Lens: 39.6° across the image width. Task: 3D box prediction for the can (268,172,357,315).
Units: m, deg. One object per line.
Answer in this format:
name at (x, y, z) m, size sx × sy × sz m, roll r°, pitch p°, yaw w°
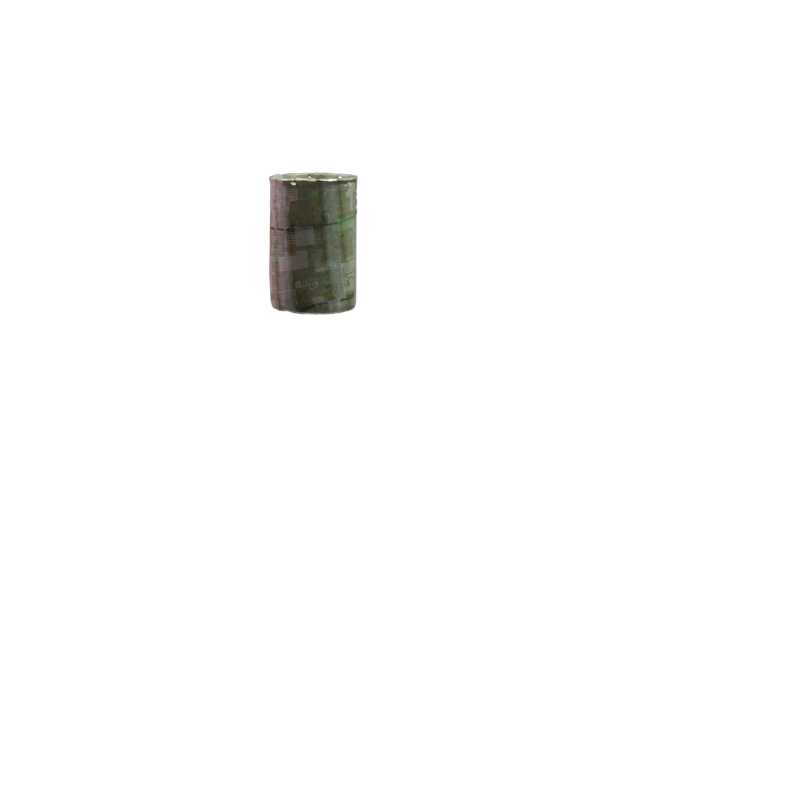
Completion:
can at (-0.067, -0.122, 0.852) m, size 0.068 × 0.100 × 0.070 m, roll 0°, pitch 10°, yaw -2°
